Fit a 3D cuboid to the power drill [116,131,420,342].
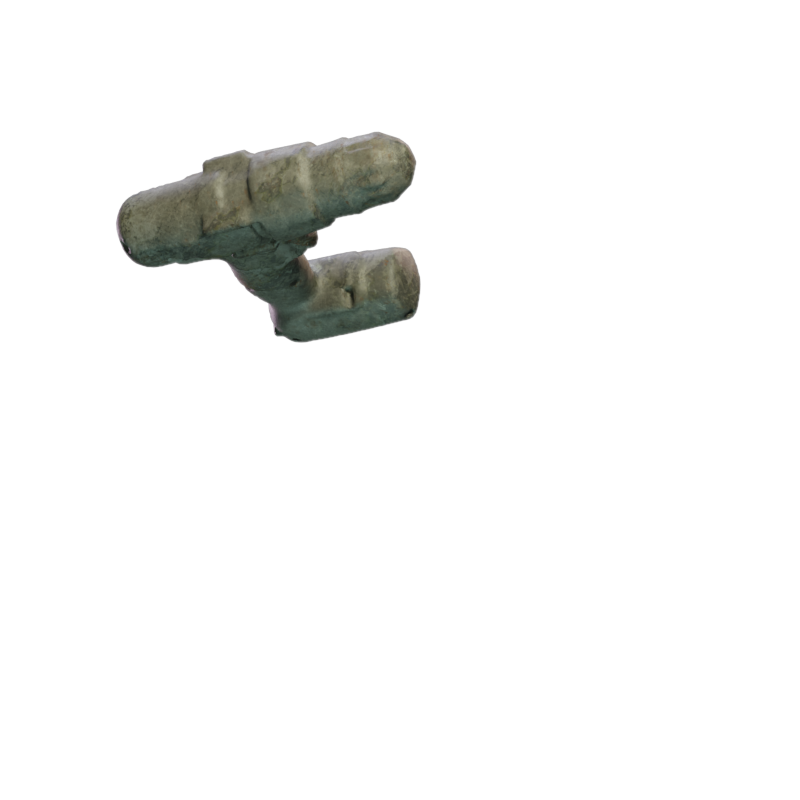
[{"bbox_3d":[-0.054,-0.098,0.689,0.188,0.060,0.175,-8,-21,22],"label":"power drill"}]
